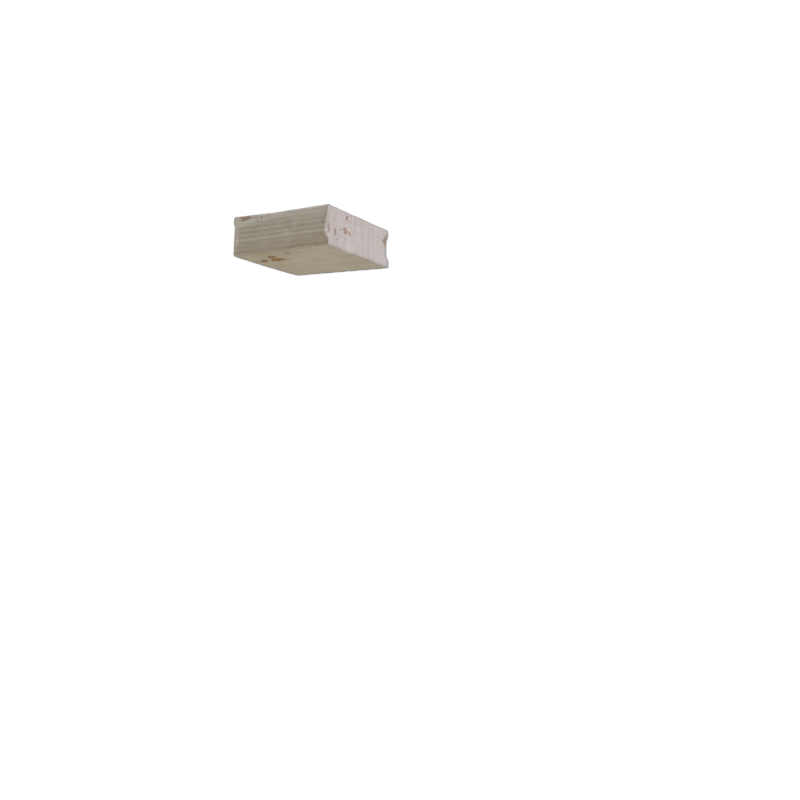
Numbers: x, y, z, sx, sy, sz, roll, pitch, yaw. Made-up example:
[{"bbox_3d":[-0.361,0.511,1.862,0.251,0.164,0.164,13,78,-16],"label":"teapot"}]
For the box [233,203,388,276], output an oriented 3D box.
[{"bbox_3d":[-0.059,-0.107,0.748,0.075,0.031,0.085,-3,-5,28],"label":"box"}]
